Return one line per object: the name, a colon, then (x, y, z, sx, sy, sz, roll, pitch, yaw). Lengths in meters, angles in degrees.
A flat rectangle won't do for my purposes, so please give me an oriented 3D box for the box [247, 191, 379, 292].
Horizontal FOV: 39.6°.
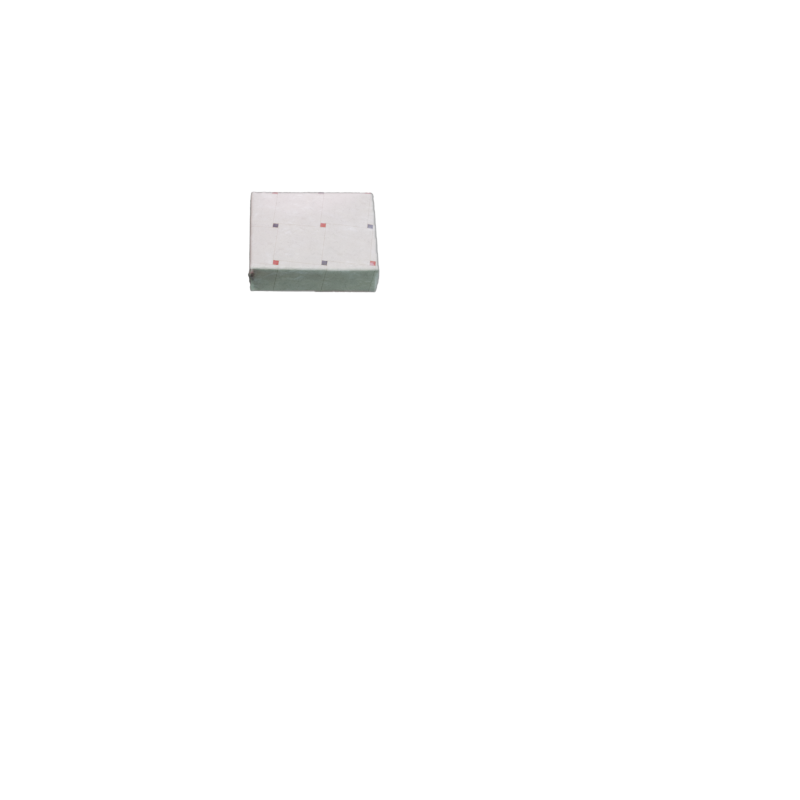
box: (-0.076, -0.139, 0.975, 0.113, 0.096, 0.036, -2, -38, -2)
